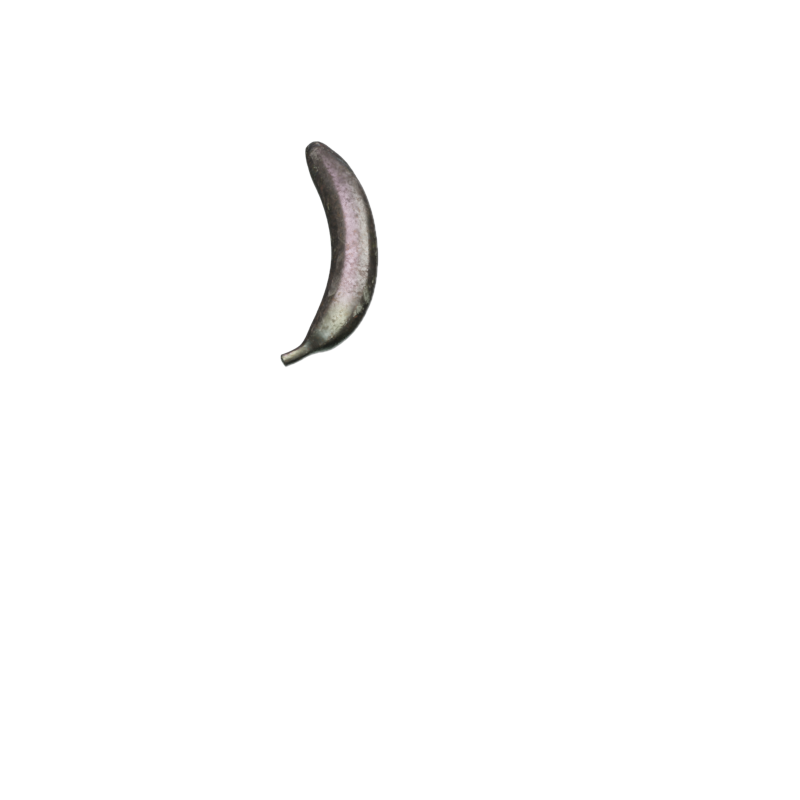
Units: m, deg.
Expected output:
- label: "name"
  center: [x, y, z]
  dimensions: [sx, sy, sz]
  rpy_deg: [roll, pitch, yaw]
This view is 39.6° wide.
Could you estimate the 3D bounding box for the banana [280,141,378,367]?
- label: "banana"
  center: [-0.051, -0.121, 0.886]
  dimensions: [0.070, 0.208, 0.035]
  rpy_deg: [4, -25, 1]
